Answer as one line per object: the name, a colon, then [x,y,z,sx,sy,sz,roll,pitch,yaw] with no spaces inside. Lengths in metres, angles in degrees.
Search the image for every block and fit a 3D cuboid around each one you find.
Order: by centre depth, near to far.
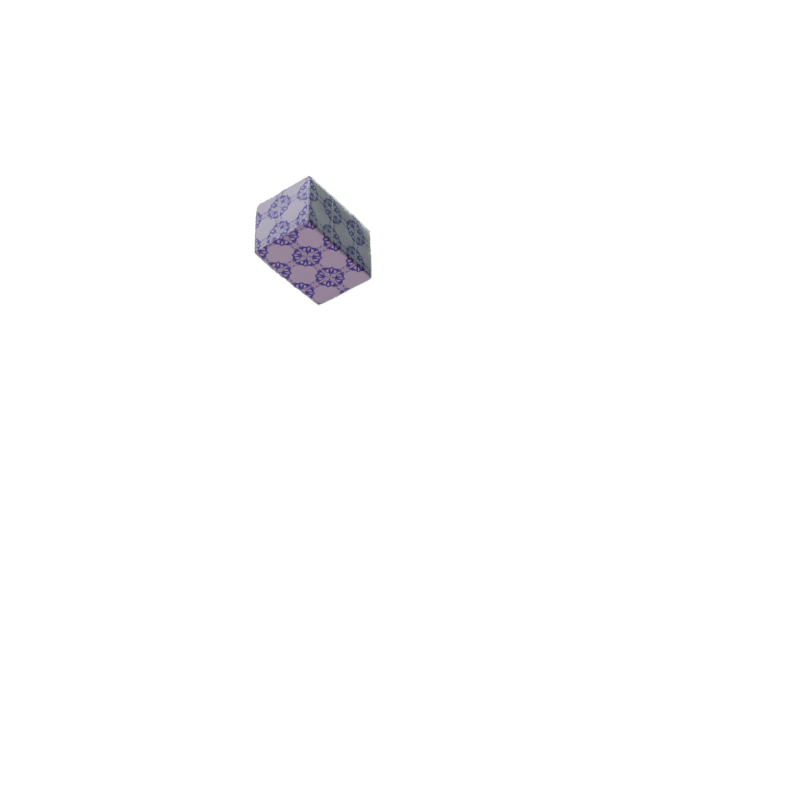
block: [-0.065,-0.118,0.826,0.053,0.055,0.072,-27,-46,27]
